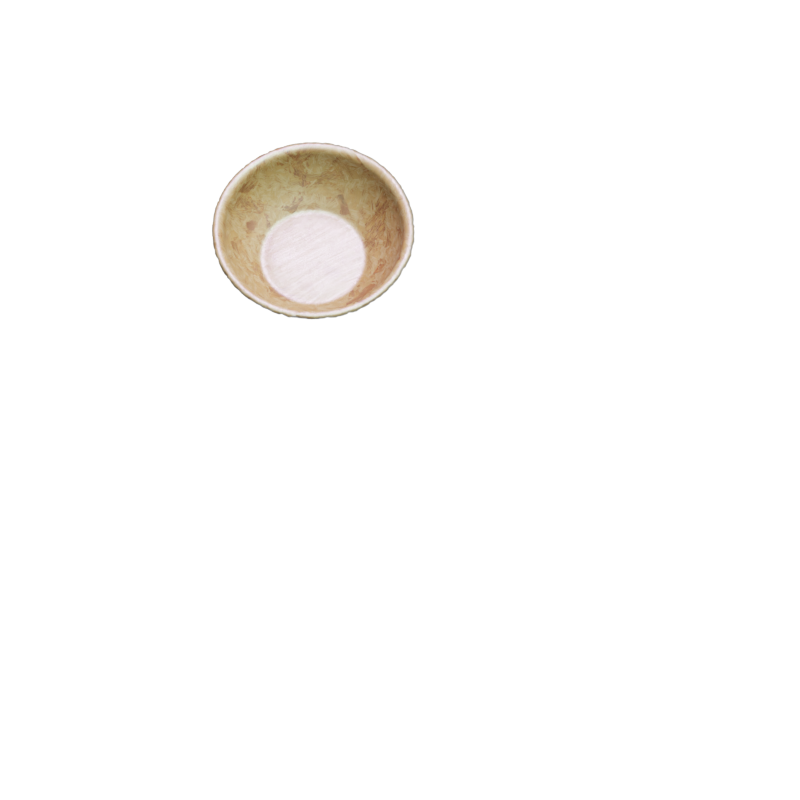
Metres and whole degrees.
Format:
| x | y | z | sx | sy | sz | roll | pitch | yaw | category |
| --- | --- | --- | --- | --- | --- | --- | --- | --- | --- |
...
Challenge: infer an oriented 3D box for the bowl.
| x | y | z | sx | sy | sz | roll | pitch | yaw | category |
| --- | --- | --- | --- | --- | --- | --- | --- | --- | --- |
| -0.071 | -0.129 | 0.905 | 0.162 | 0.172 | 0.052 | -1 | -26 | -1 | bowl |
